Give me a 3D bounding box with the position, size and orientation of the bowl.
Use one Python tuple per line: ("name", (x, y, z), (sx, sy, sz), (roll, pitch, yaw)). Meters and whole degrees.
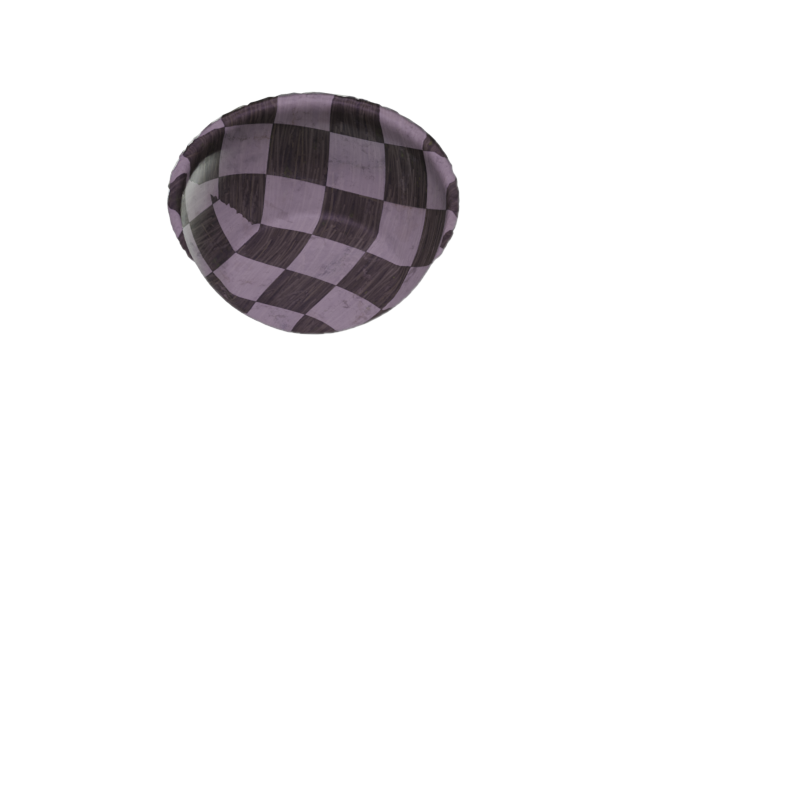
("bowl", (-0.047, -0.085, 0.595), (0.162, 0.059, 0.151), (1, -41, -1))
